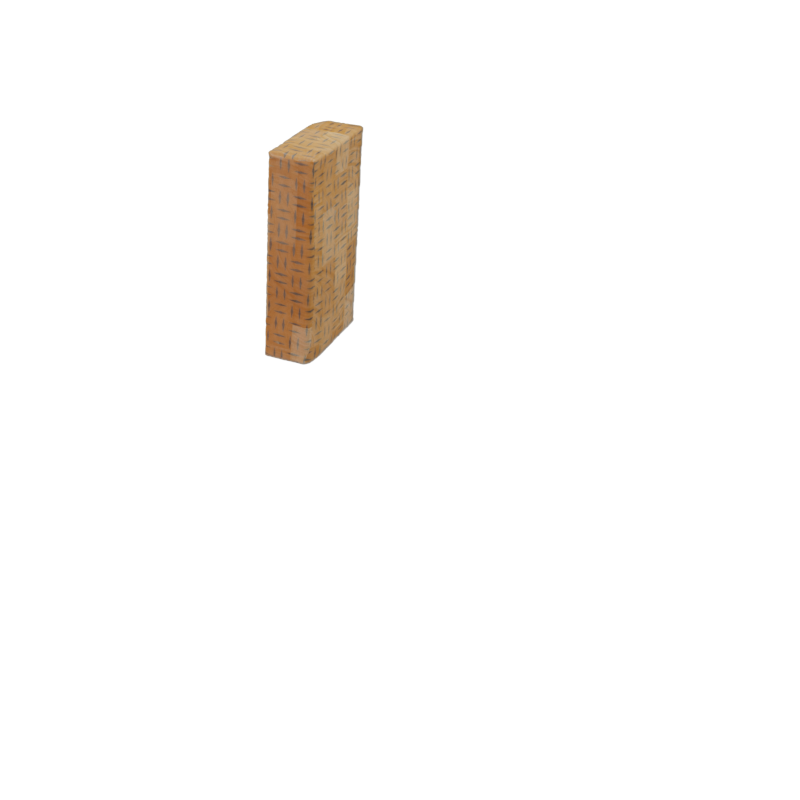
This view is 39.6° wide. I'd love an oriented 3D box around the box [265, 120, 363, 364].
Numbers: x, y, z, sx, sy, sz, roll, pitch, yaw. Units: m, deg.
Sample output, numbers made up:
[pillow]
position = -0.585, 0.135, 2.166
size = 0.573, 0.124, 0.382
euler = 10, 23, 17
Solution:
[box]
position = -0.069, -0.126, 0.883
size = 0.050, 0.167, 0.095
euler = 11, 27, 20
